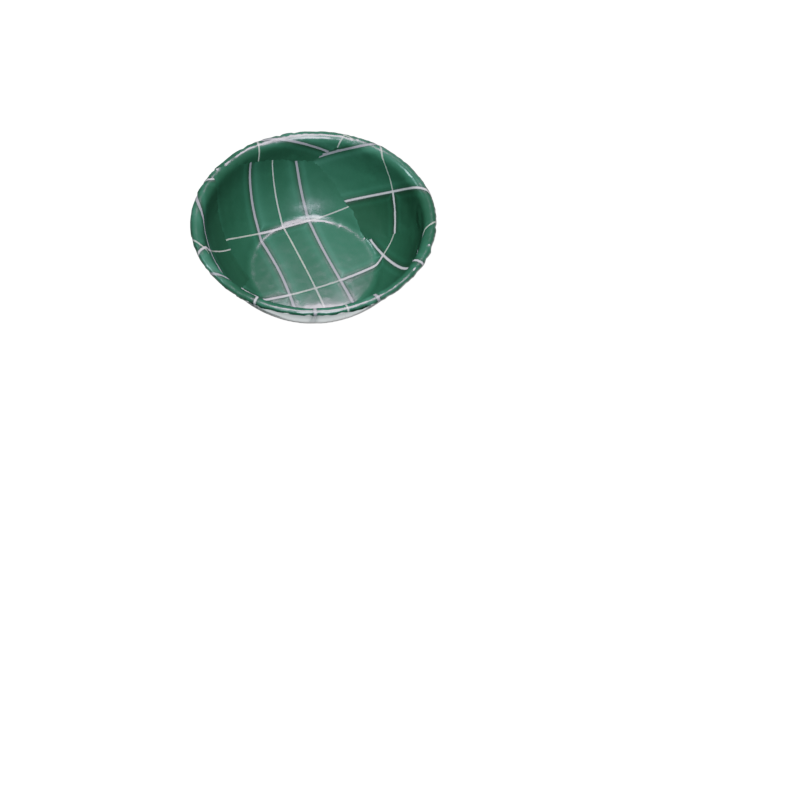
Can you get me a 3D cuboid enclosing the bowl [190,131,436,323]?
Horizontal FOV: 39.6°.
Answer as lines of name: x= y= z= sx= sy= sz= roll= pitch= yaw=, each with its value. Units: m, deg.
bowl: x=-0.059 y=-0.107 z=0.747 sx=0.162 sy=0.174 sz=0.051 roll=-1 pitch=-37 yaw=-1
